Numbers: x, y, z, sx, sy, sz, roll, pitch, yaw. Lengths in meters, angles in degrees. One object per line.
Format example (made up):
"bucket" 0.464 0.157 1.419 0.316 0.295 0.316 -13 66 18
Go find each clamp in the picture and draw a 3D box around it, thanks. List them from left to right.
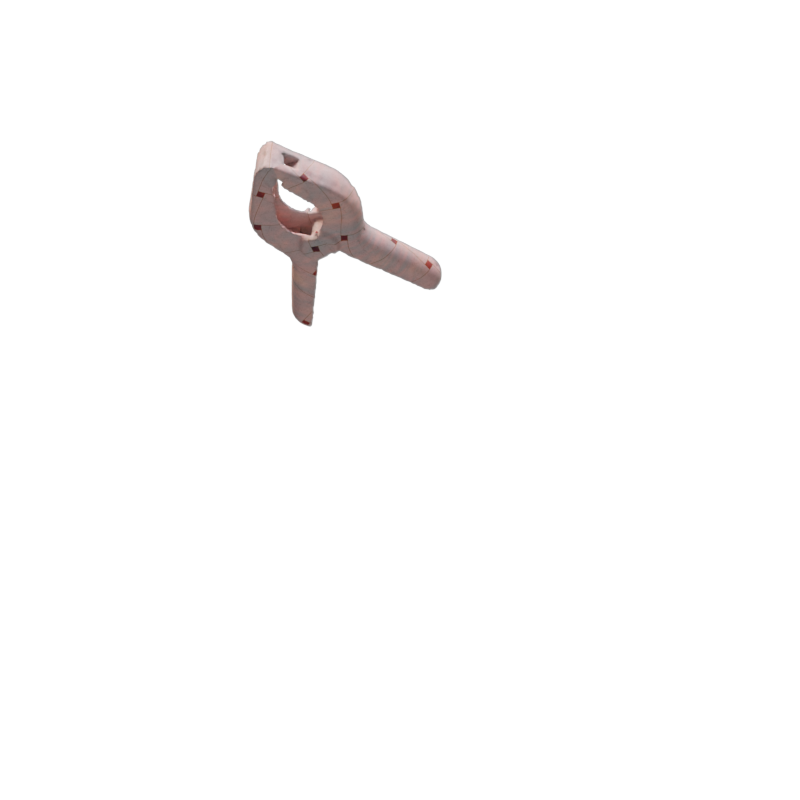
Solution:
"clamp" -0.062 -0.114 0.796 0.120 0.042 0.160 -28 -51 24
